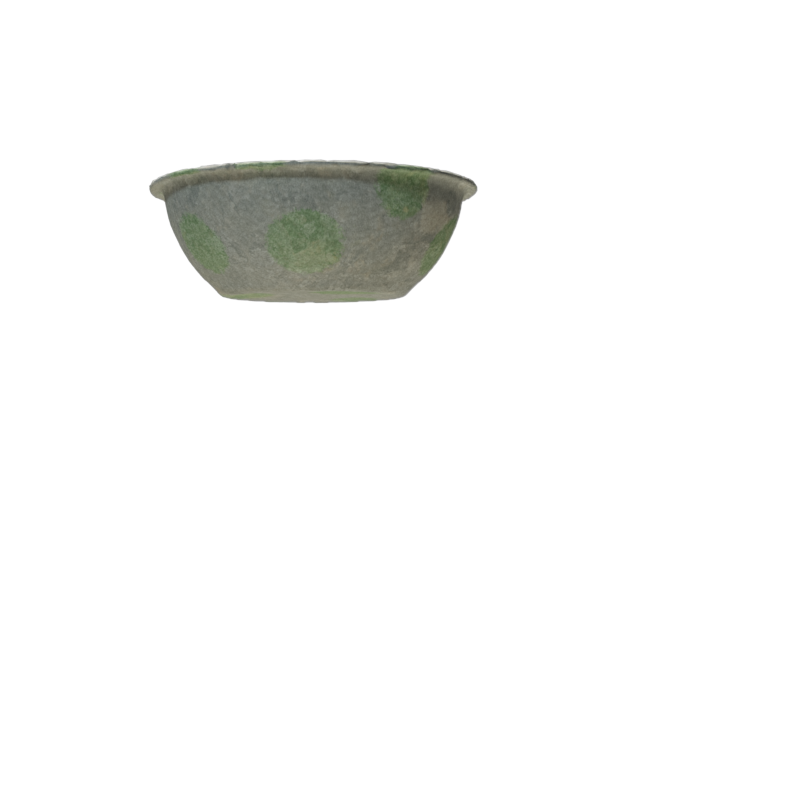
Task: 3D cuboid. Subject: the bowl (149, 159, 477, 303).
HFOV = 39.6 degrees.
[{"bbox_3d":[-0.043,-0.078,0.547,0.162,0.055,0.161,0,0,-2],"label":"bowl"}]
